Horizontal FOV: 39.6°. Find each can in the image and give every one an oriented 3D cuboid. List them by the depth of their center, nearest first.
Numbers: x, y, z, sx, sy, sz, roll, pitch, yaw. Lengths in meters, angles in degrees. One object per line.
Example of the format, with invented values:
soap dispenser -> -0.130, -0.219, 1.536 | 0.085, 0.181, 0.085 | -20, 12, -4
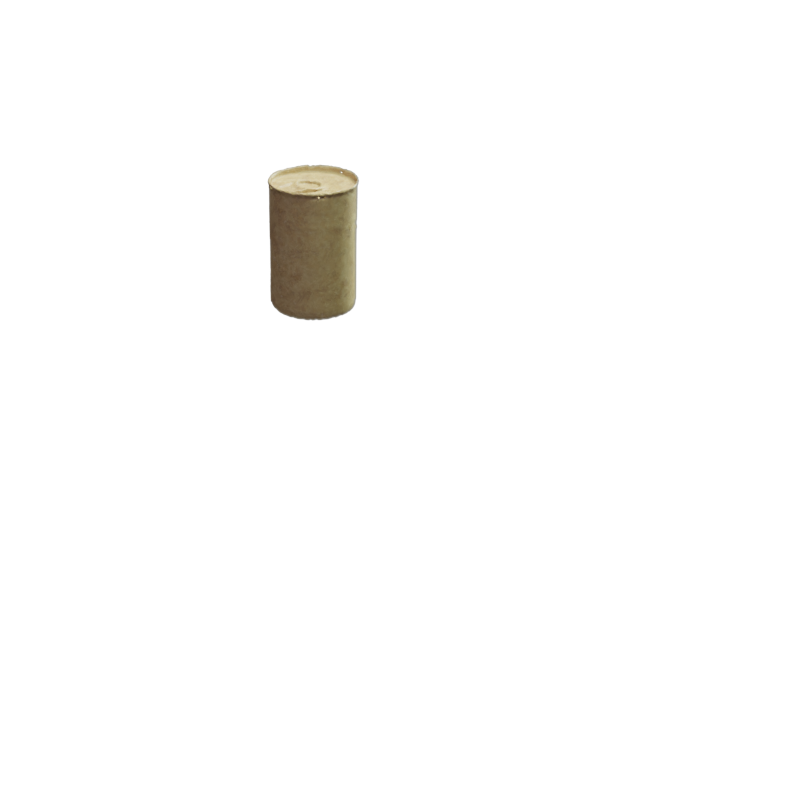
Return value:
can -> -0.066, -0.121, 0.845 | 0.068, 0.097, 0.072 | 0, 25, -2
